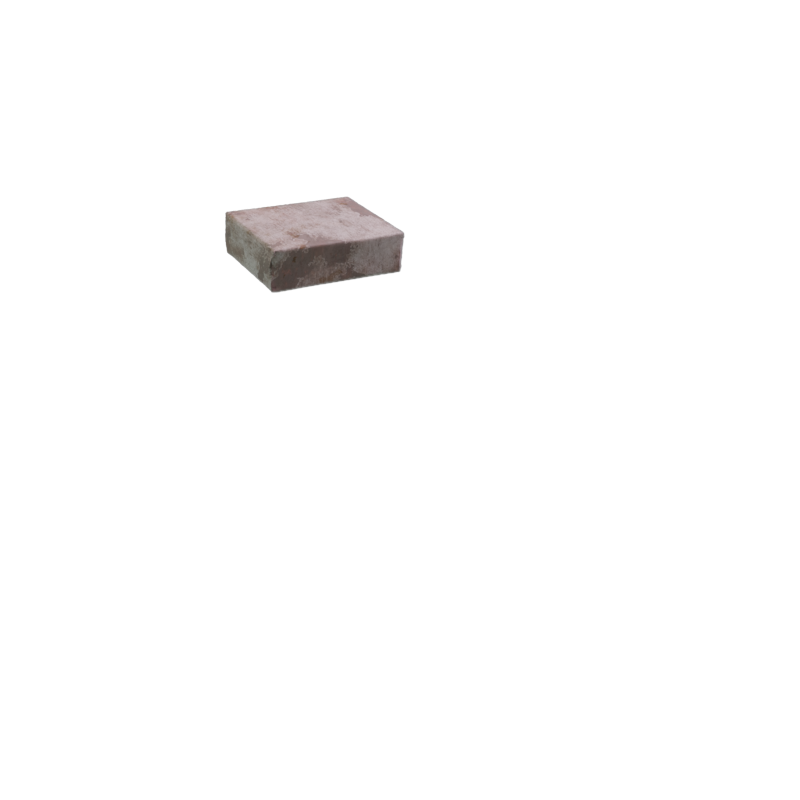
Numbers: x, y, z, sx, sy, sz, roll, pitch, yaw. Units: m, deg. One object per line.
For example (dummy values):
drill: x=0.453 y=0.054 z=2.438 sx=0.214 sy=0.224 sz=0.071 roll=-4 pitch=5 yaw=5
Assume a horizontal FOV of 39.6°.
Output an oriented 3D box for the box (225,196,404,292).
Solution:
box: x=-0.067 y=-0.122 z=0.854 sx=0.111 sy=0.037 sz=0.096 roll=-14 pitch=30 yaw=-26
